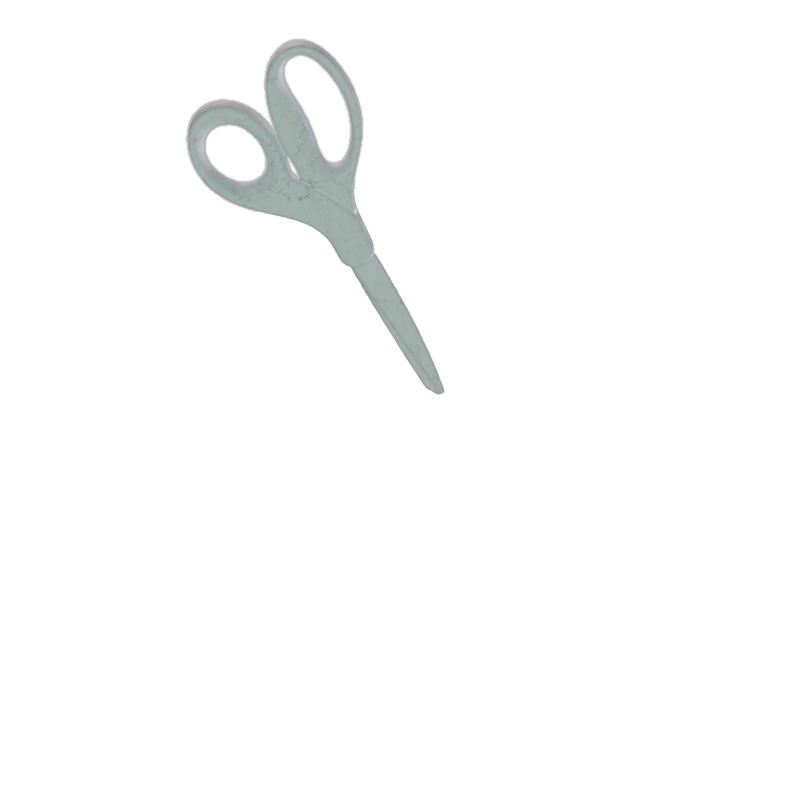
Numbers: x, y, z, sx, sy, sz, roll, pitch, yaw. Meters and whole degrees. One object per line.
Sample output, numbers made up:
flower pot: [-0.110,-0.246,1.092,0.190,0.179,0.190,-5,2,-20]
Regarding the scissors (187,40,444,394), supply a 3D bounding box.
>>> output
scissors: [-0.044,-0.081,0.566,0.096,0.192,0.016,-12,20,4]
